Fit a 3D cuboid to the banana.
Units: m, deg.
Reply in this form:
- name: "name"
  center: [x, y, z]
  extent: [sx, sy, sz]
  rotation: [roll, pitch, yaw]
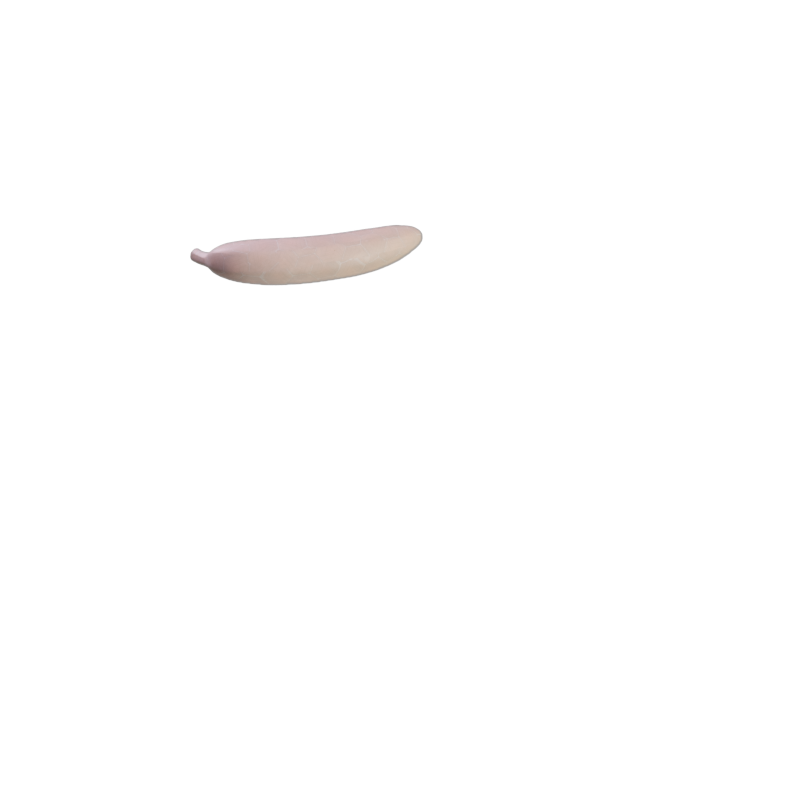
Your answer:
- name: "banana"
  center: [-0.073, -0.122, 0.912]
  extent: [0.196, 0.035, 0.074]
  rotation: [-4, 31, -7]
